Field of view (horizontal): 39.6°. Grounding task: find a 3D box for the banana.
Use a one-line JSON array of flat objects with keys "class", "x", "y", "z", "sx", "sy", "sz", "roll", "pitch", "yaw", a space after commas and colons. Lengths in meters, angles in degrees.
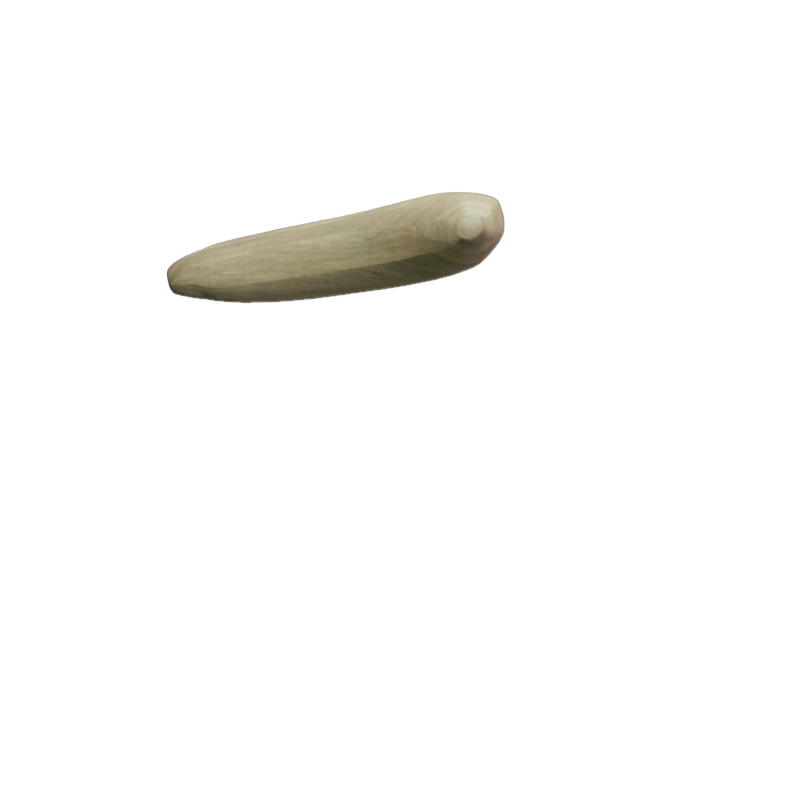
[{"class": "banana", "x": -0.024, "y": -0.070, "z": 0.509, "sx": 0.203, "sy": 0.038, "sz": 0.066, "roll": -5, "pitch": -9, "yaw": 43}]
